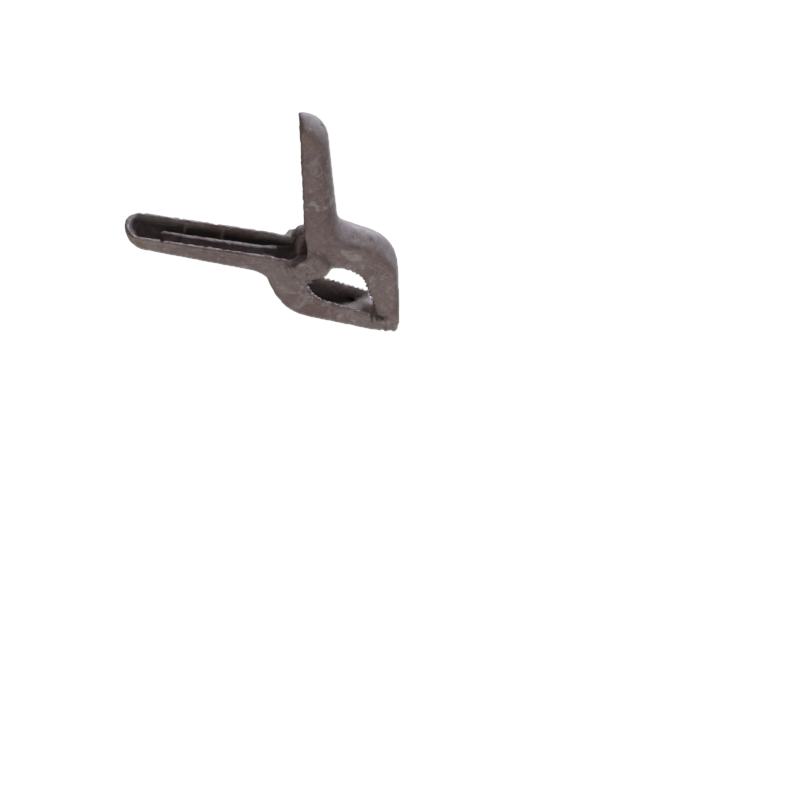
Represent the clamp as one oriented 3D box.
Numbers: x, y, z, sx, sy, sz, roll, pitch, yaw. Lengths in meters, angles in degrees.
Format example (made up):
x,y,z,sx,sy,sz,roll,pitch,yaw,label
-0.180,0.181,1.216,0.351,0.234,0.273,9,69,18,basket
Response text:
x,y,z,sx,sy,sz,roll,pitch,yaw,label
-0.060,-0.109,0.765,0.164,0.039,0.197,-29,-44,35,clamp
